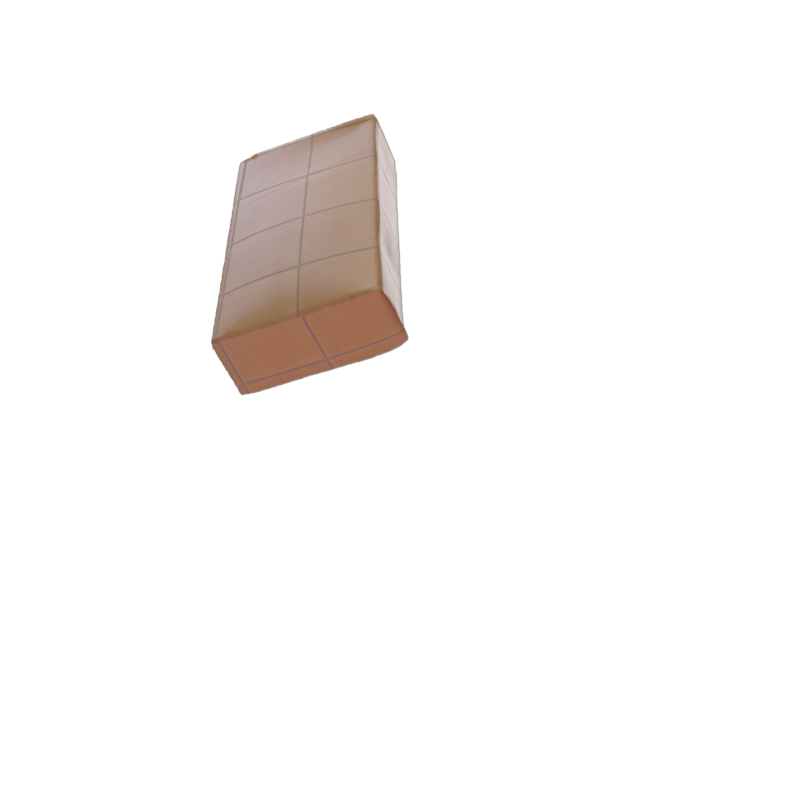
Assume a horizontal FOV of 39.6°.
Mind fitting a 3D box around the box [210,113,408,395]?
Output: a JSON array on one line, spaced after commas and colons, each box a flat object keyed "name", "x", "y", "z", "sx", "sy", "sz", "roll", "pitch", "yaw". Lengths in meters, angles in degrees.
[{"name": "box", "x": -0.048, "y": -0.088, "z": 0.614, "sx": 0.094, "sy": 0.044, "sz": 0.189, "roll": -18, "pitch": 41, "yaw": 12}]
